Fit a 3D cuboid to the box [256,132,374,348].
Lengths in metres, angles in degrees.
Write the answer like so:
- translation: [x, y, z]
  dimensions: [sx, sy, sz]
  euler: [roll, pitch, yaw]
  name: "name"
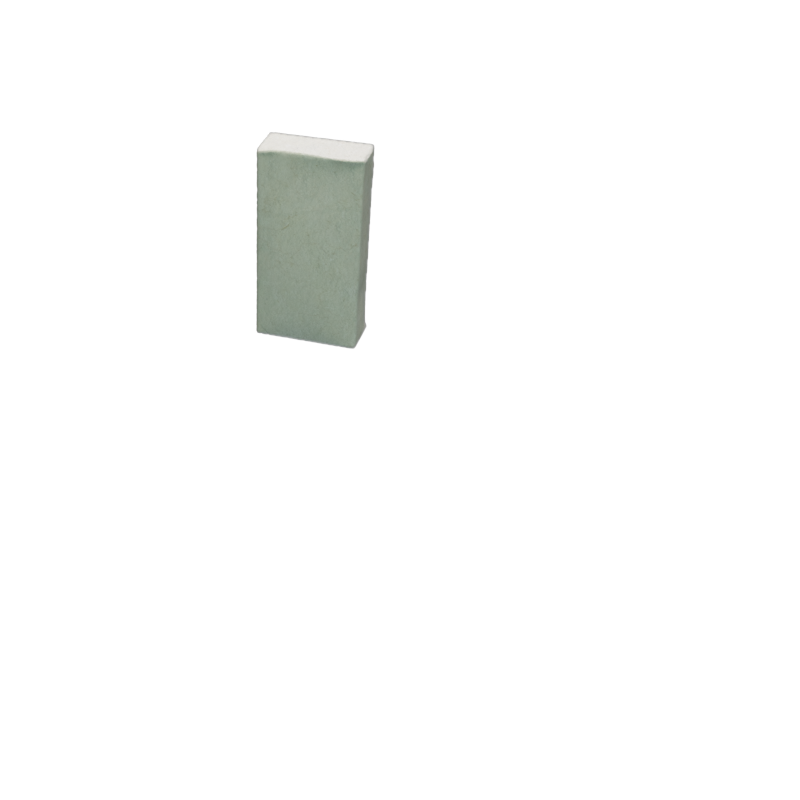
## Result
- translation: [-0.074, -0.134, 0.940]
  dimensions: [0.095, 0.166, 0.050]
  euler: [9, 31, 12]
  name: "box"
